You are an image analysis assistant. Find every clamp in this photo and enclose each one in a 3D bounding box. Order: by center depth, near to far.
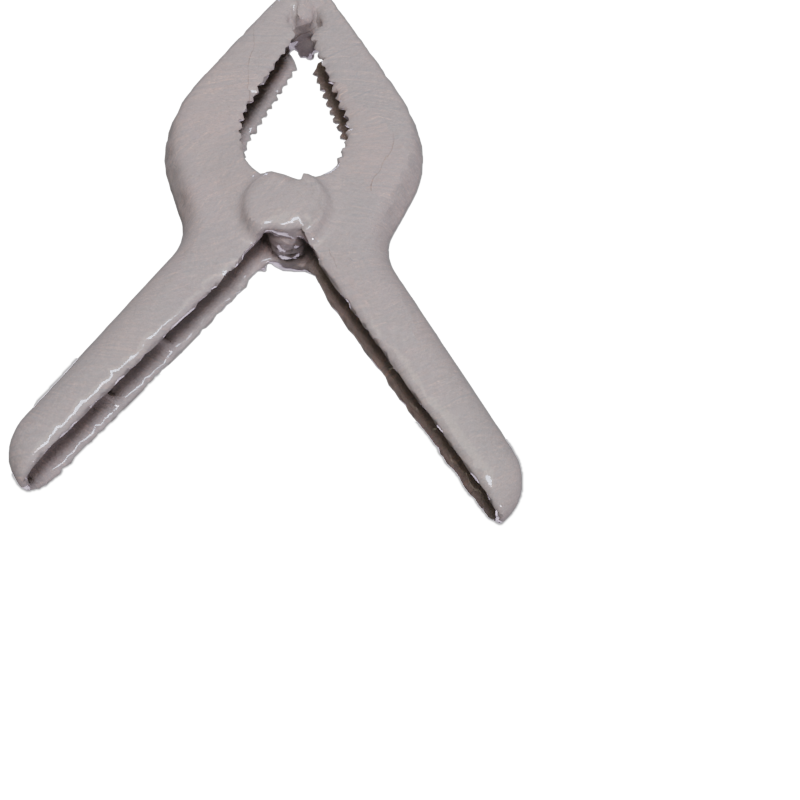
[{"bbox_3d":[-0.031,-0.056,0.395,0.166,0.220,0.034,9,-25,4],"label":"clamp"}]
